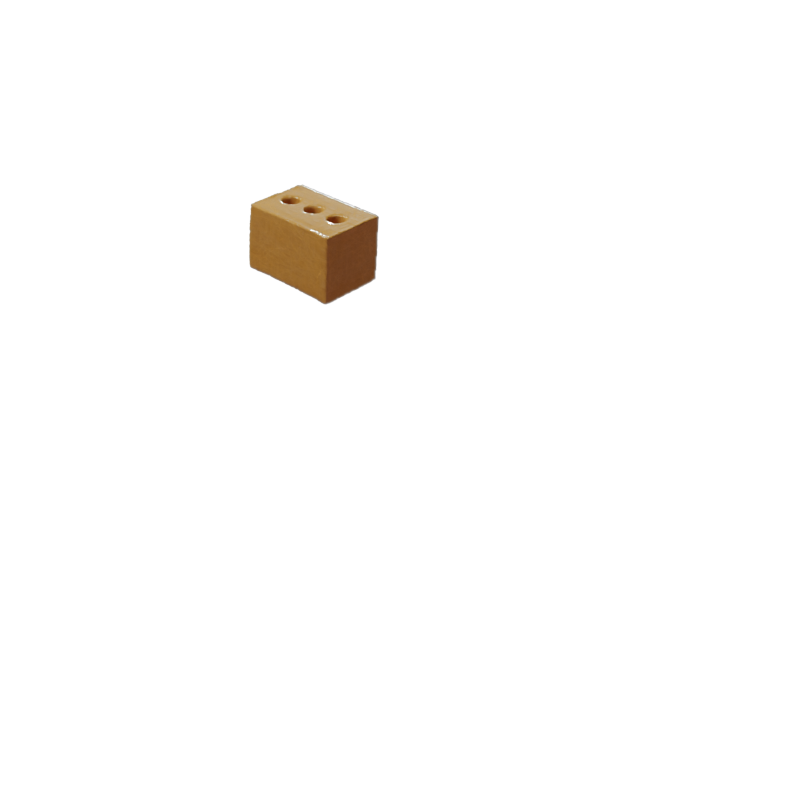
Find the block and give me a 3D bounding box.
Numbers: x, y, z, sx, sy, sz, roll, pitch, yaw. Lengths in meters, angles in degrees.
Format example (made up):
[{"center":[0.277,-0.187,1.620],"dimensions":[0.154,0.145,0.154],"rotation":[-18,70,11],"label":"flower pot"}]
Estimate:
[{"center":[-0.060,-0.110,0.769],"dimensions":[0.083,0.048,0.053],"rotation":[27,39,35],"label":"block"}]
